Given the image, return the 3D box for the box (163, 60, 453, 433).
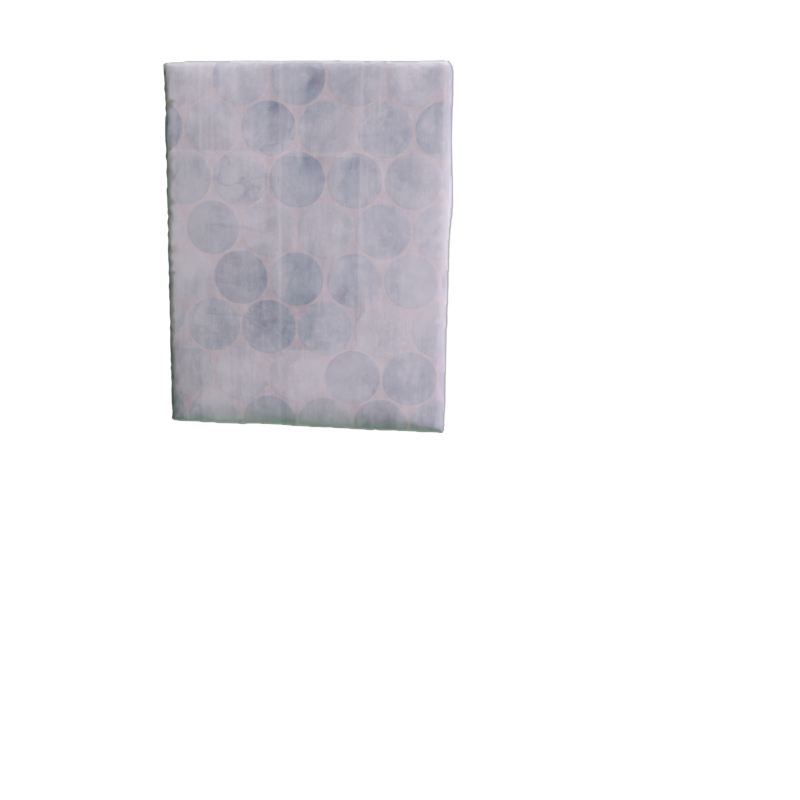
[{"bbox_3d":[-0.052,-0.094,0.661,0.166,0.208,0.073,2,11,6],"label":"box"}]
